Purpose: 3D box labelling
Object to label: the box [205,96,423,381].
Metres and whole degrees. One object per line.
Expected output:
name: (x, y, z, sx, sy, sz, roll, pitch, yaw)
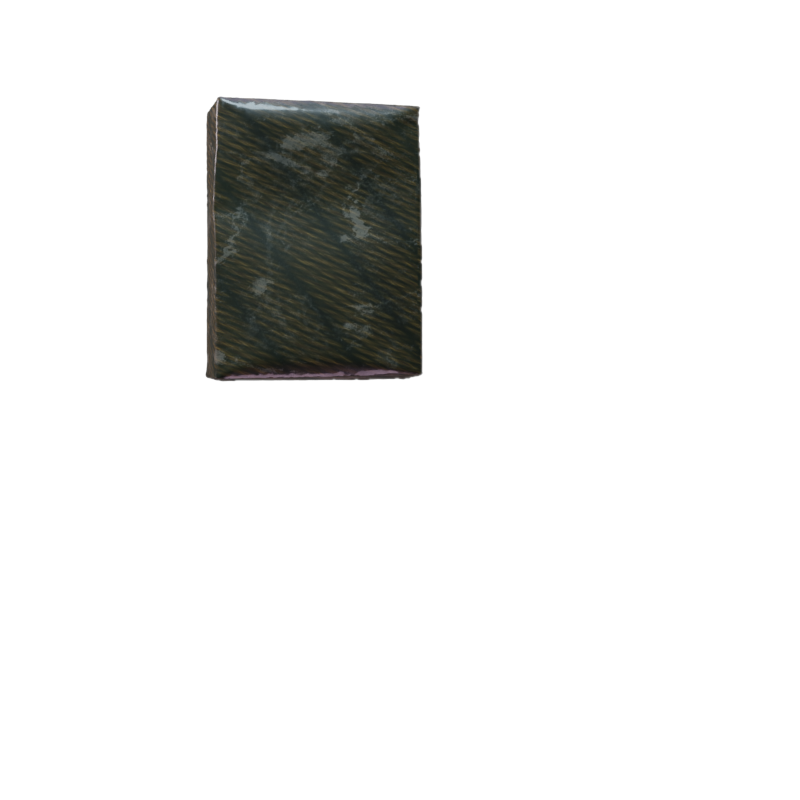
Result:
box: (-0.068, -0.123, 0.863, 0.161, 0.216, 0.072, 0, -4, -13)
